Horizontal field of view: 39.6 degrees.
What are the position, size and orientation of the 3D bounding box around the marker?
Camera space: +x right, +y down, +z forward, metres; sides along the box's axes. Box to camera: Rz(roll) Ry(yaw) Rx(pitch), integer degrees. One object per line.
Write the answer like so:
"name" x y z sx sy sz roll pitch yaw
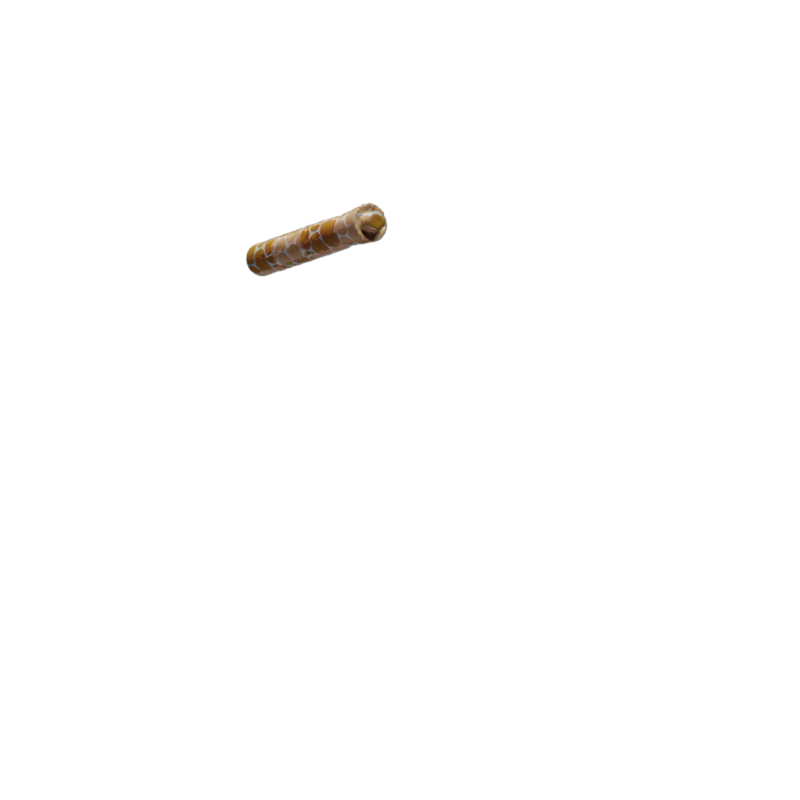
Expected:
"marker" -0.044 -0.081 0.567 0.019 0.020 0.123 -2 -1 -33
